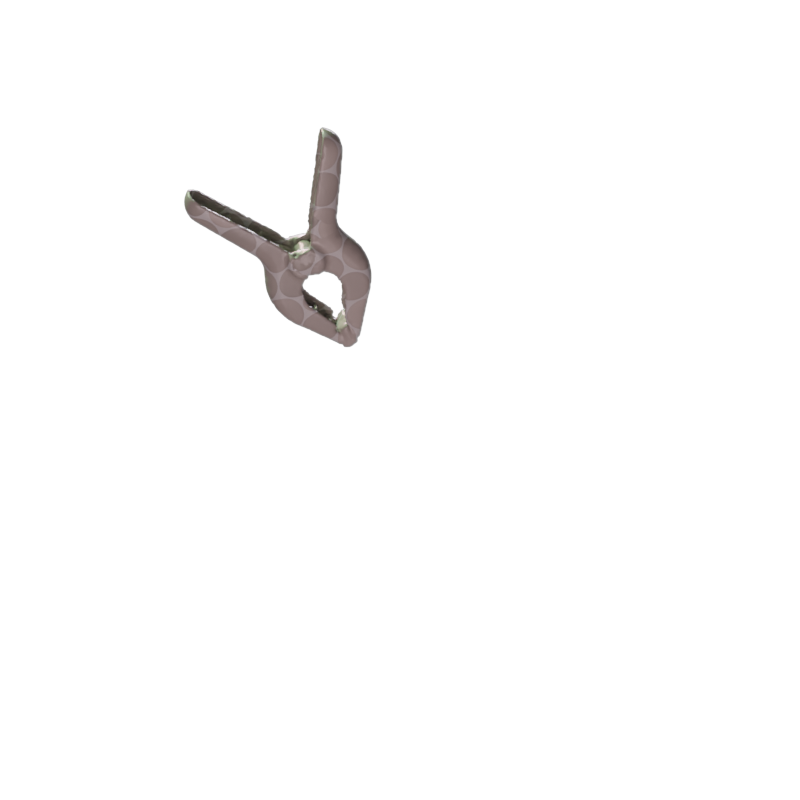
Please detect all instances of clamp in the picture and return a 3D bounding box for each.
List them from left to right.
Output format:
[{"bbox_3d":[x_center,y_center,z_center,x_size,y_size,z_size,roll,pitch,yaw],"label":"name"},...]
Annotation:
[{"bbox_3d":[-0.064,-0.116,0.814,0.120,0.160,0.042,-28,31,18],"label":"clamp"}]
